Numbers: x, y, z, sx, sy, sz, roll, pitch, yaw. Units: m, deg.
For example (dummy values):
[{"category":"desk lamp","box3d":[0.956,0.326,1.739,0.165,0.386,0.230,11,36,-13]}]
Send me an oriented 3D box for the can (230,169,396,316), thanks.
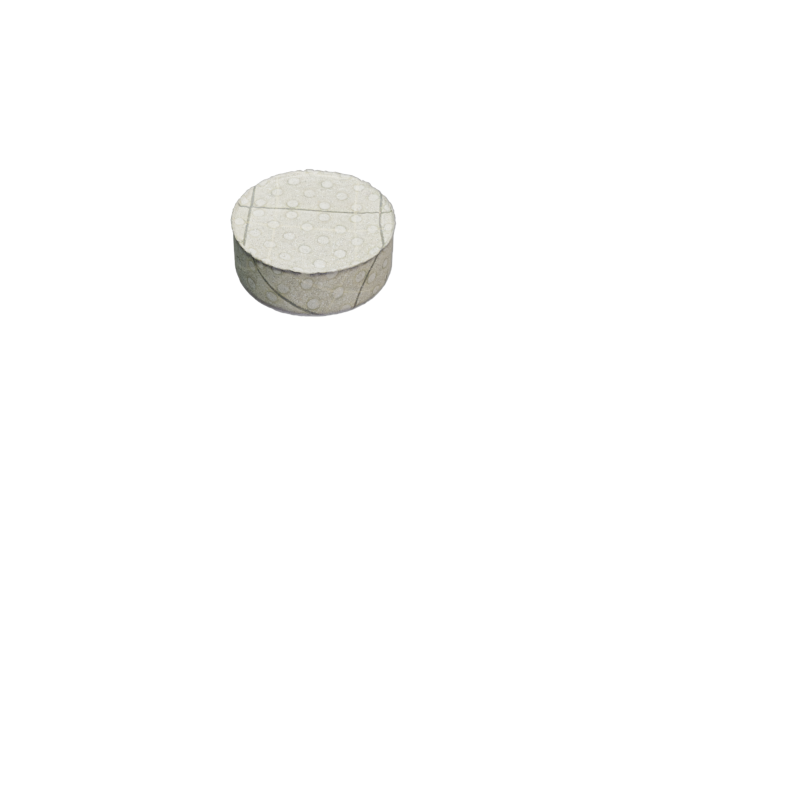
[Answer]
[{"category":"can","box3d":[-0.046,-0.084,0.586,0.086,0.031,0.092,-1,44,-1]}]
